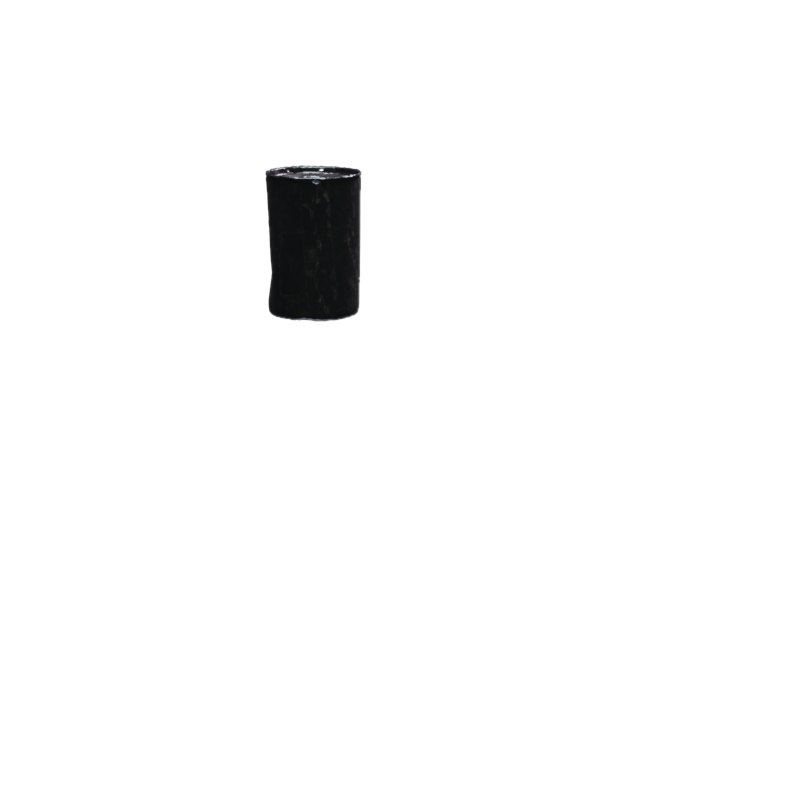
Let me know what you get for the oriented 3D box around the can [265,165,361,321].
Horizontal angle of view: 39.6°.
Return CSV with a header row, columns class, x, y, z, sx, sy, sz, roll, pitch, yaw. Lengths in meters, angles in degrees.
class,x,y,z,sx,sy,sz,roll,pitch,yaw
can,-0.062,-0.113,0.793,0.068,0.099,0.071,0,13,-2
